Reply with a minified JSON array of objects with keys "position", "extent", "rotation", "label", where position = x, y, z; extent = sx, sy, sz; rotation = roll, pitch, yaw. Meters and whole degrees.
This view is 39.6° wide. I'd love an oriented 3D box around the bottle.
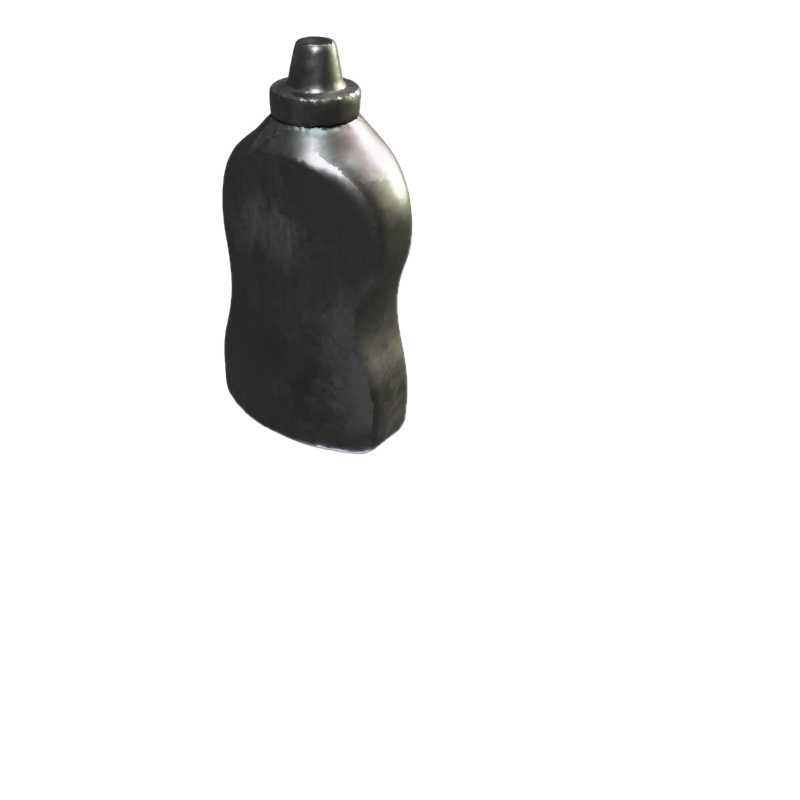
[{"position":[-0.041,-0.075,0.521],"extent":[0.102,0.181,0.058],"rotation":[22,33,34],"label":"bottle"}]
